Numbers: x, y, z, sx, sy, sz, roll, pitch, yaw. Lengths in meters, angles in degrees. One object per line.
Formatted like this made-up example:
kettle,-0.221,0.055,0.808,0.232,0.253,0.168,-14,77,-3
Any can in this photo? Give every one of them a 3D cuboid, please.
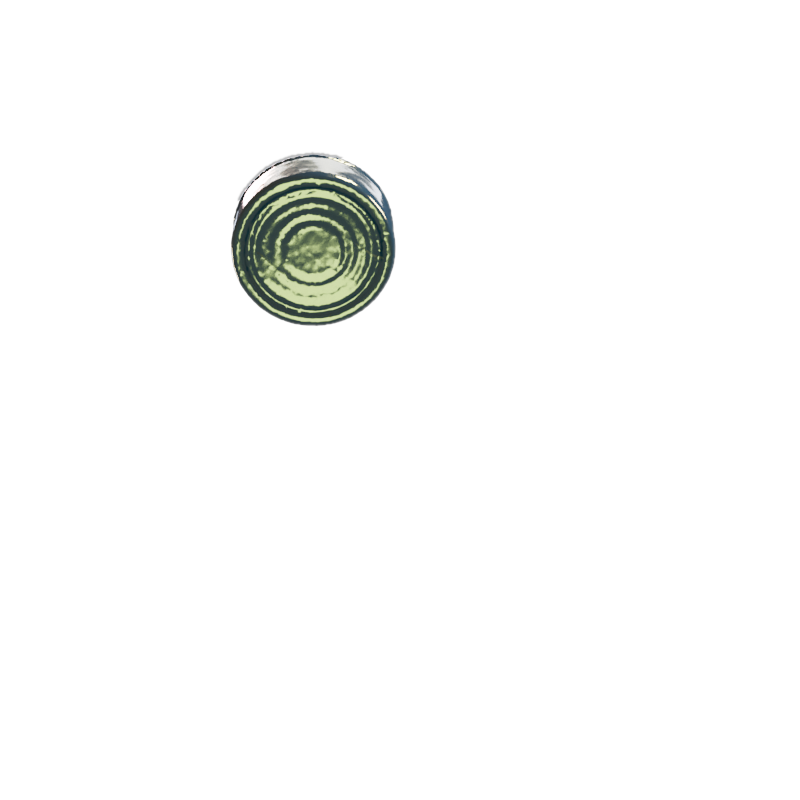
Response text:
can,-0.045,-0.083,0.578,0.086,0.082,0.035,1,24,-1
